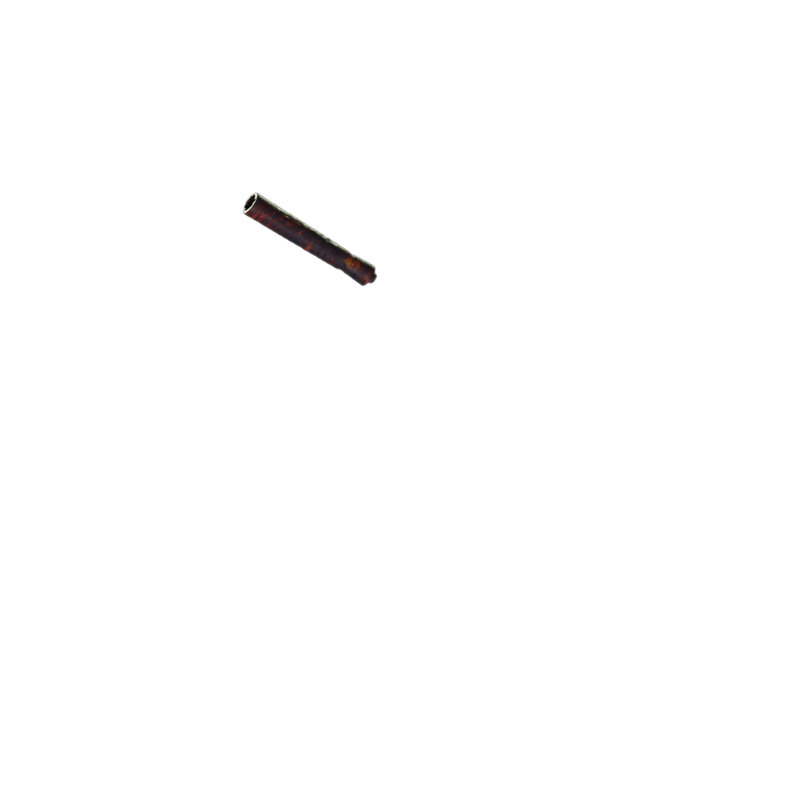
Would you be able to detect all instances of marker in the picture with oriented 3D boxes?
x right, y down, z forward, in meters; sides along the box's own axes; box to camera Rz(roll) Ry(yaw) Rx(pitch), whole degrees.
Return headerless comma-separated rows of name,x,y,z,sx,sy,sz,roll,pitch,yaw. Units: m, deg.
marker,-0.066,-0.121,0.845,0.115,0.020,0.020,29,-10,-25
